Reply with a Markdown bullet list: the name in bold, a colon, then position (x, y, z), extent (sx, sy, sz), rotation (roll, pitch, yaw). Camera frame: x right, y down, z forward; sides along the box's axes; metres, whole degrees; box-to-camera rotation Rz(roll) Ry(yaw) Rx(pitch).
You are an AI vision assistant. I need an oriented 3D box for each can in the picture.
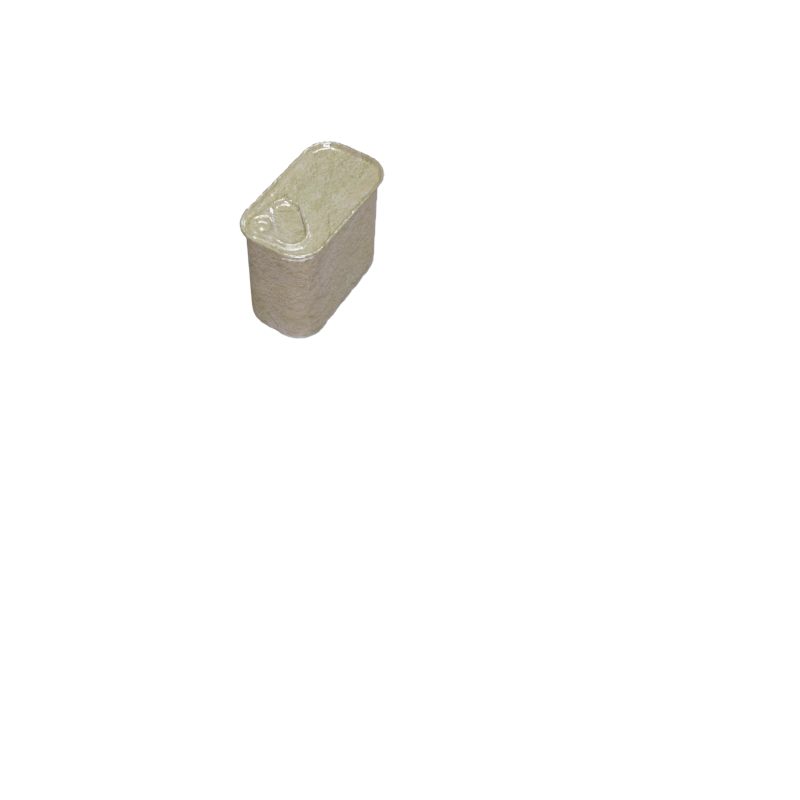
- **can**: position (-0.056, -0.102, 0.716), extent (0.060, 0.105, 0.078), rotation (26, -35, 17)
